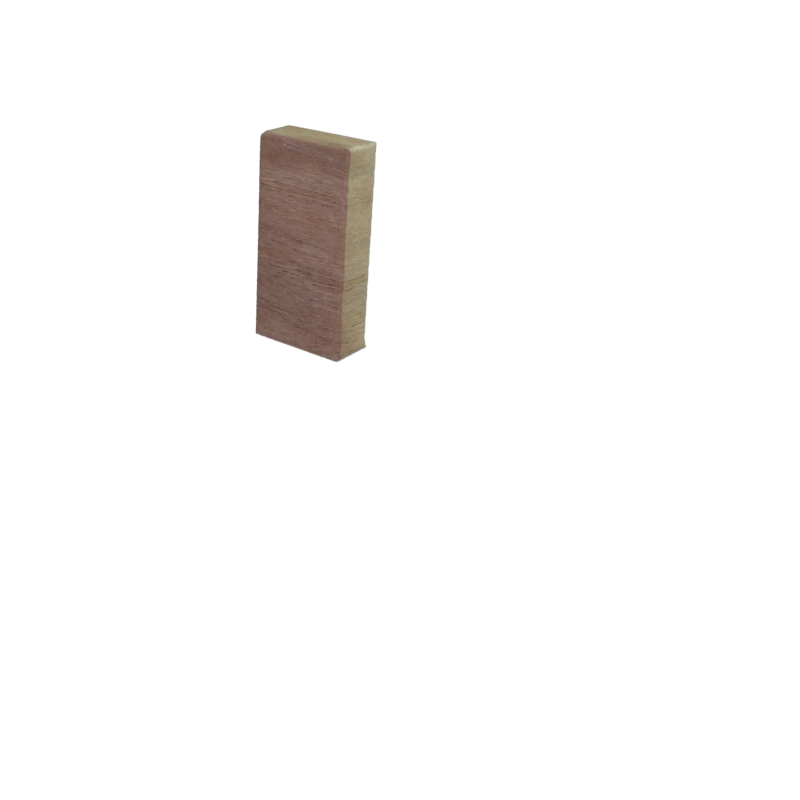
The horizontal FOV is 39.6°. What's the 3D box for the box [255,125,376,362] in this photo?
[{"bbox_3d":[-0.071,-0.129,0.901,0.098,0.169,0.048,17,25,35],"label":"box"}]
